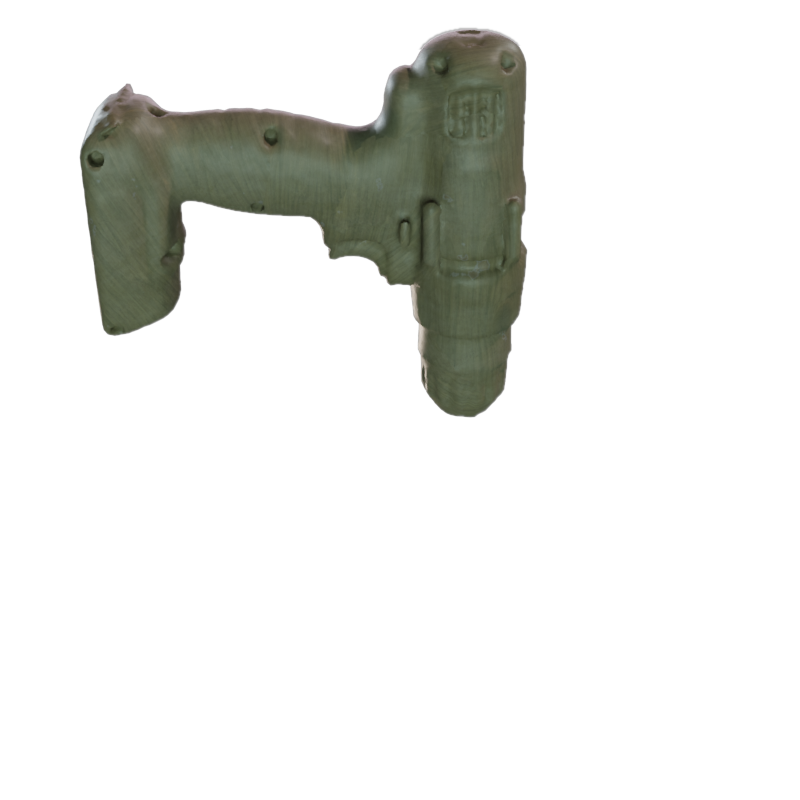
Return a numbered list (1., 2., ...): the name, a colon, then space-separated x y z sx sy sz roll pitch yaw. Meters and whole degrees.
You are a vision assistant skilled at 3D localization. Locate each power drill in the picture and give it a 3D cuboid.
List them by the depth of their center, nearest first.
1. power drill: -0.038 -0.070 0.489 0.188 0.174 0.061 -1 29 0
